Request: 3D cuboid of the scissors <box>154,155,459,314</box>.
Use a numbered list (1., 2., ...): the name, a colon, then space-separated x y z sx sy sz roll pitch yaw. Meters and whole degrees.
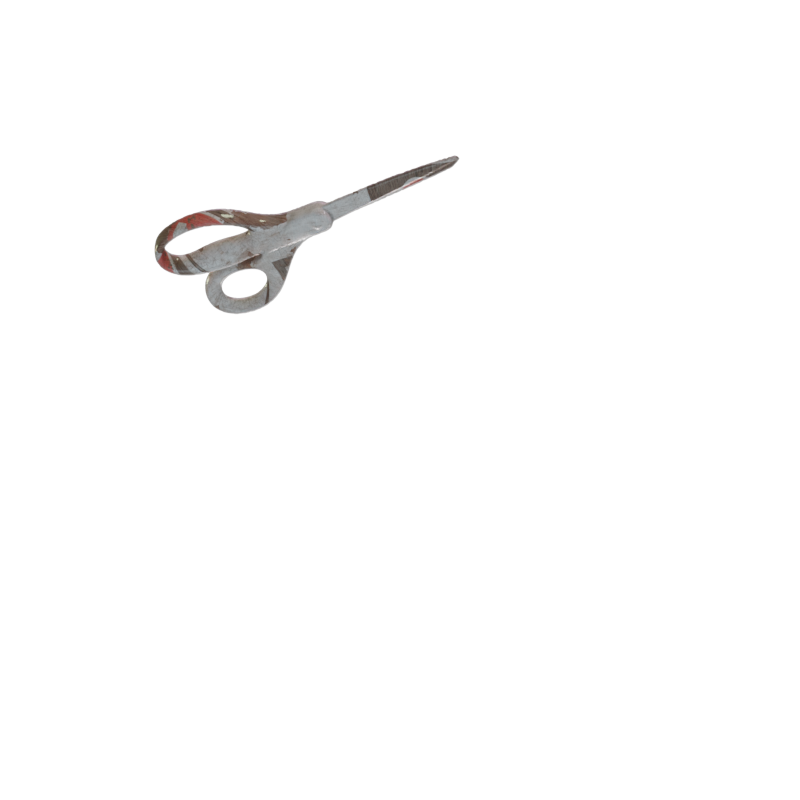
1. scissors: -0.055 -0.101 0.705 0.203 0.017 0.089 -9 -42 10
